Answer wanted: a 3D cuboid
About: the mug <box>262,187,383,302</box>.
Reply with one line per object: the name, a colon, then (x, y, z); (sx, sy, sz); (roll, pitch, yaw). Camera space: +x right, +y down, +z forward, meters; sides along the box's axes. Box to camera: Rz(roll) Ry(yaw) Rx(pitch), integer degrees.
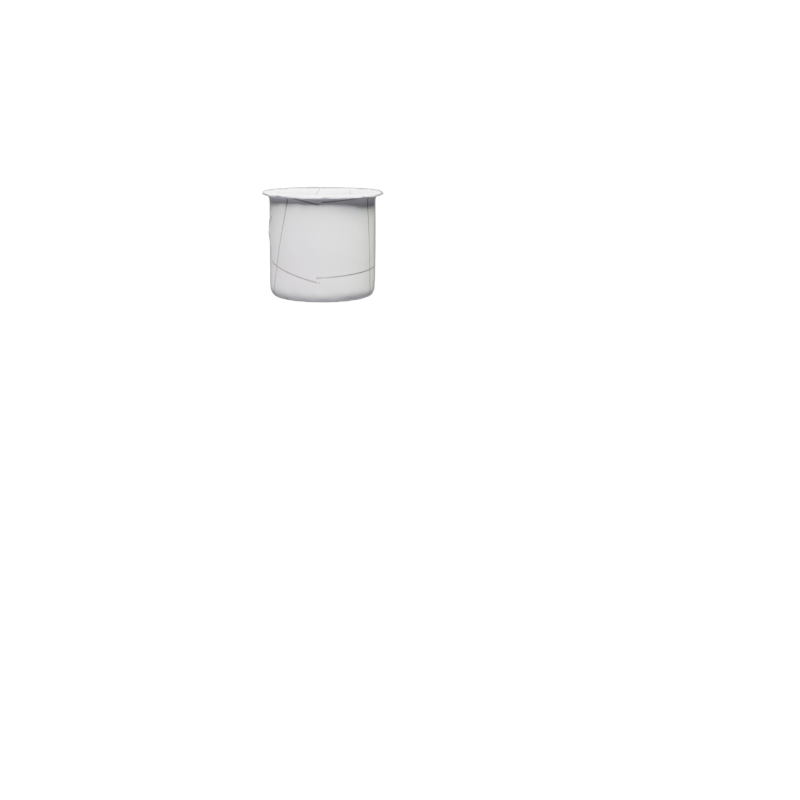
mug: (-0.068, -0.124, 0.867); (0.090, 0.080, 0.123); (-9, 15, -38)
